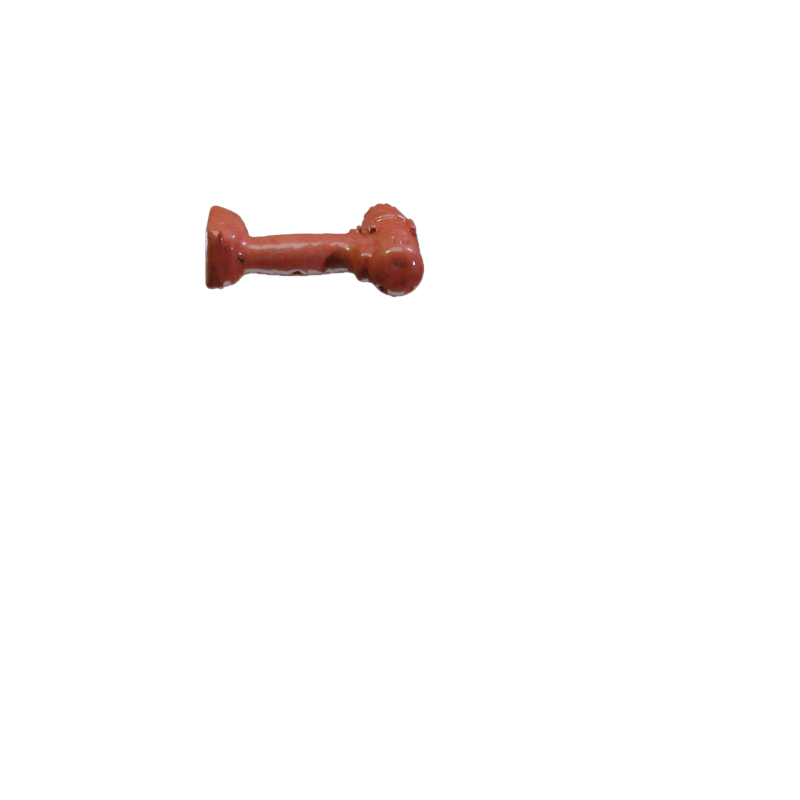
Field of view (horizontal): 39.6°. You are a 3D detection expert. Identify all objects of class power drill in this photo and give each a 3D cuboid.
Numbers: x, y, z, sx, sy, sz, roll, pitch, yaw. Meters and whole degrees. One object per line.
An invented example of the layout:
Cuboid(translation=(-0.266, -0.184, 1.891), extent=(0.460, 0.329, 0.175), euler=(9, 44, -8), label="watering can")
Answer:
Cuboid(translation=(-0.077, -0.140, 0.980), extent=(0.187, 0.055, 0.193), euler=(-1, 21, -3), label="power drill")
